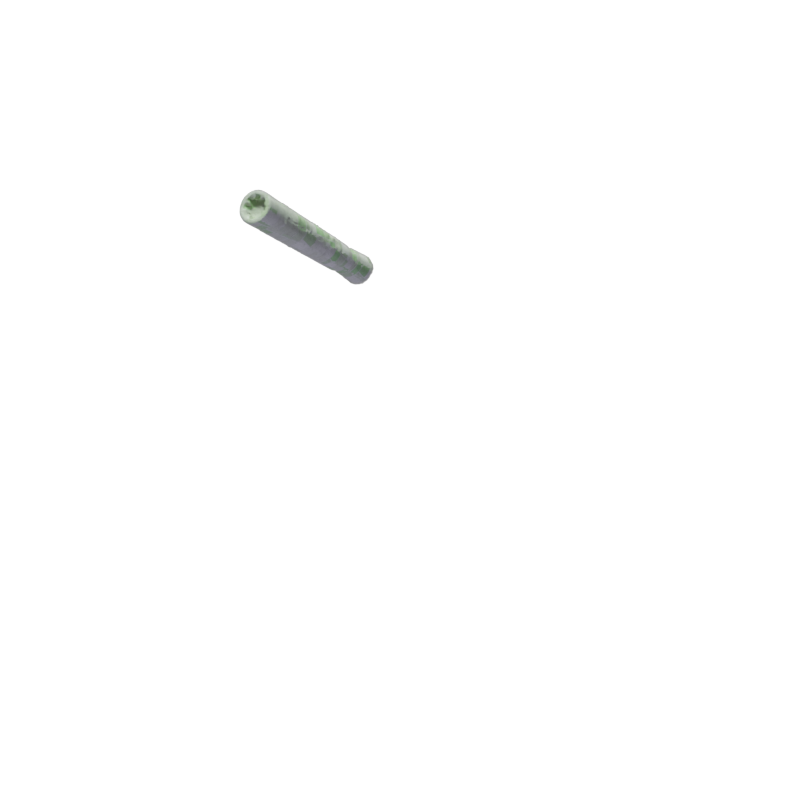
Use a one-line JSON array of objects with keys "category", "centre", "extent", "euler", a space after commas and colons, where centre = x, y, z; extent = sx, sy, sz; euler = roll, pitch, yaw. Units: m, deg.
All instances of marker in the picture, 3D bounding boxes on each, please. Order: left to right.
[{"category": "marker", "centre": [-0.048, -0.088, 0.618], "extent": [0.020, 0.020, 0.114], "euler": [3, -10, 29]}]
